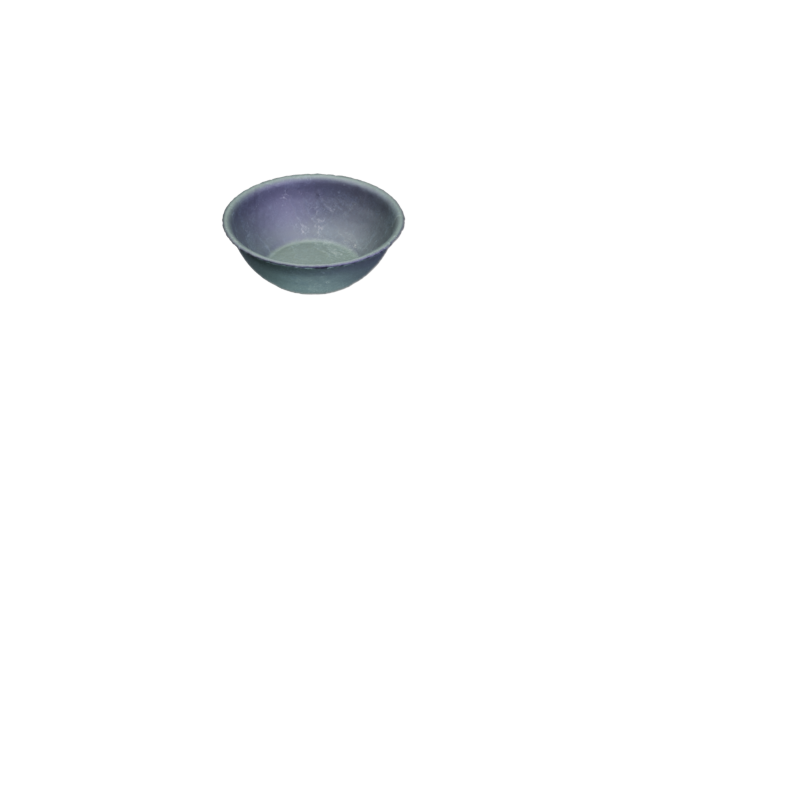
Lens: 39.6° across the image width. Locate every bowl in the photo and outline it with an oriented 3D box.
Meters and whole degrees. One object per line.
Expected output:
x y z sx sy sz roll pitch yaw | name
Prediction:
-0.078 -0.142 0.994 0.162 0.051 0.173 -1 37 -2 | bowl
